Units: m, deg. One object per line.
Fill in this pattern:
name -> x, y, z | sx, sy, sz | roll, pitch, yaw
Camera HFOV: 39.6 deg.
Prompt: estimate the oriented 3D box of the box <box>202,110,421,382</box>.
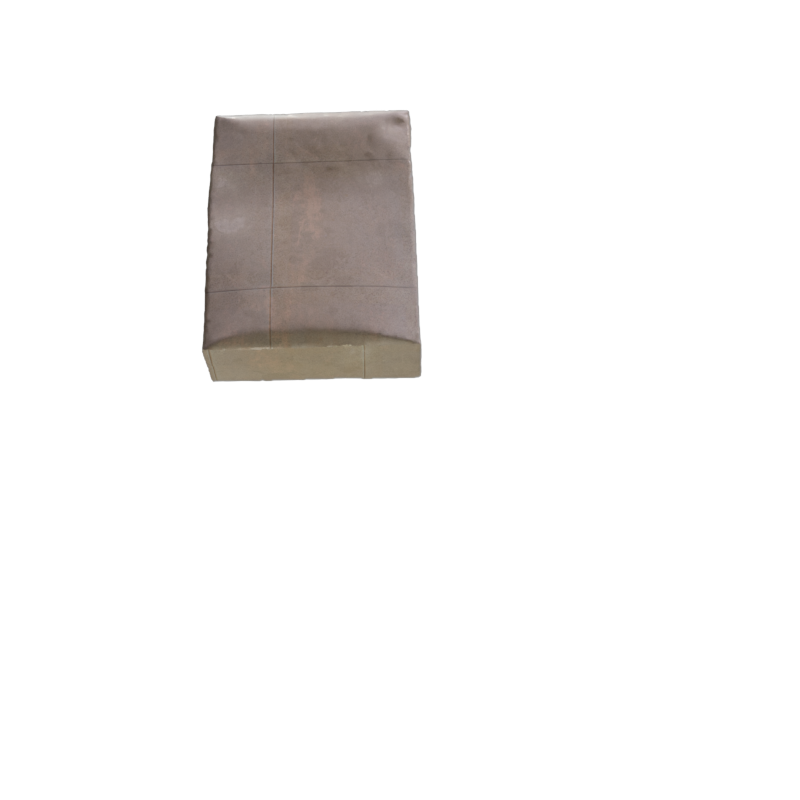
box -> -0.069, -0.125, 0.878 | 0.164, 0.227, 0.068 | -2, -26, 1
